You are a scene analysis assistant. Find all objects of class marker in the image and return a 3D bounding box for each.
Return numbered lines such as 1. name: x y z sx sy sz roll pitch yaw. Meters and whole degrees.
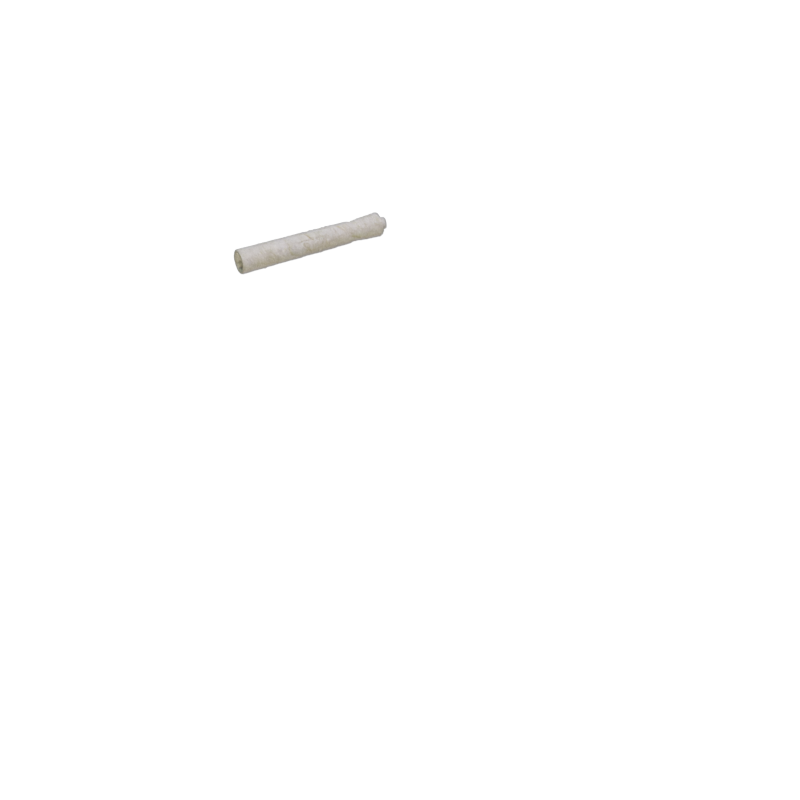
1. marker: -0.064 -0.118 0.823 0.119 0.019 0.020 -19 11 -22
